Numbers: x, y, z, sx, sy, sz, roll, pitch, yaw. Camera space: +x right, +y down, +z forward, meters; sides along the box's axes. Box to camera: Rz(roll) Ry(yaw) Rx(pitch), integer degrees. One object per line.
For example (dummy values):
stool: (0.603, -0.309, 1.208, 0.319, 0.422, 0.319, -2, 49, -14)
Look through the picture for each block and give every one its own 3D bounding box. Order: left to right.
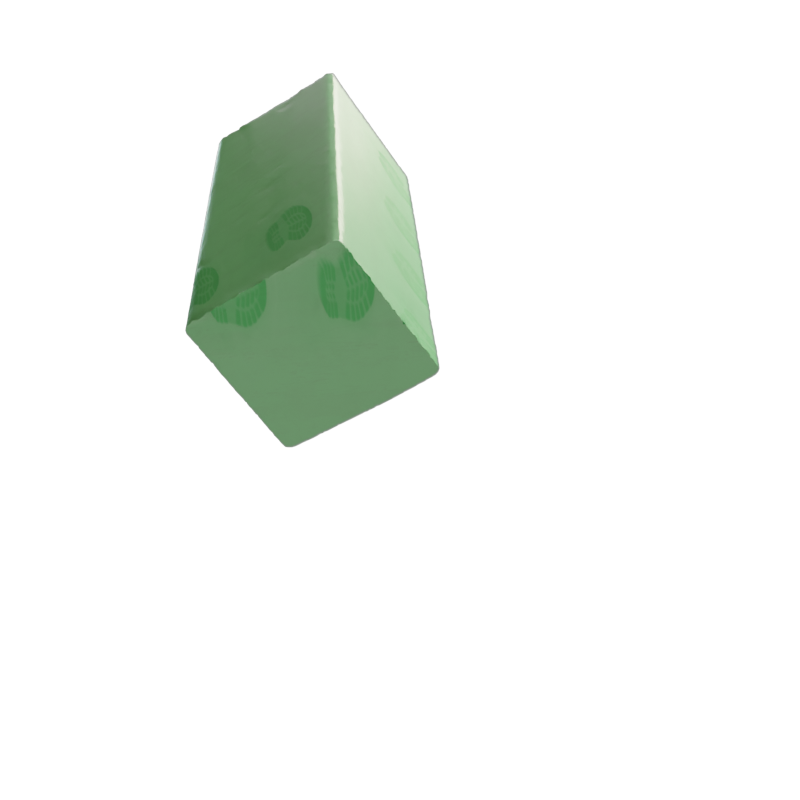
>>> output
block: (-0.048, -0.086, 0.607, 0.090, 0.085, 0.220, -29, 32, 16)
